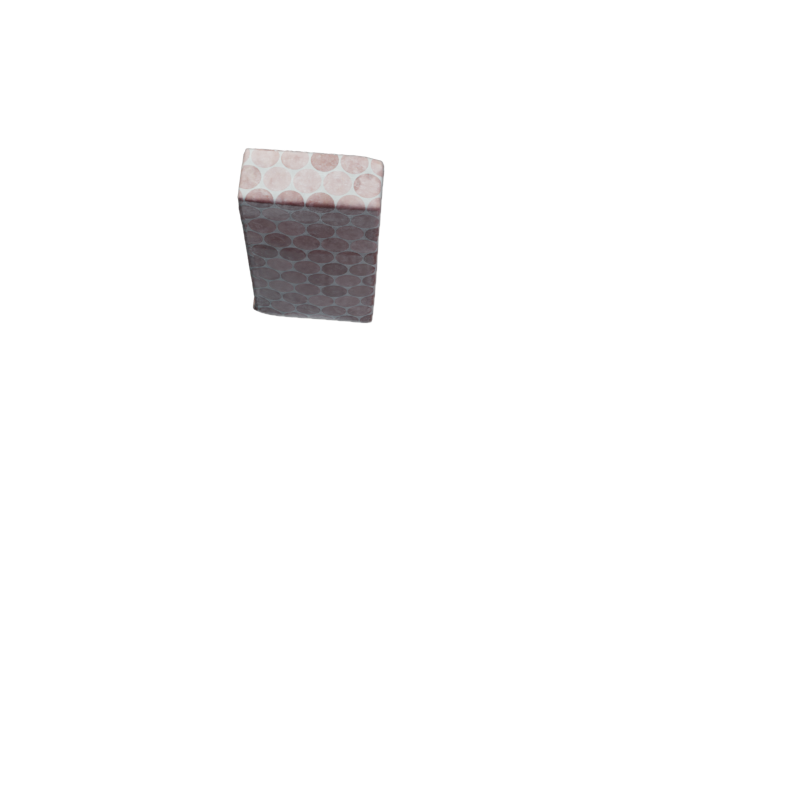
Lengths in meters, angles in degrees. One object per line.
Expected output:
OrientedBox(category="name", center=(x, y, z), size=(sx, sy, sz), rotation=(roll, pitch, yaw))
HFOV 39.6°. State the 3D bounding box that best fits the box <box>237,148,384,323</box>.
OrientedBox(category="box", center=(-0.061, -0.111, 0.778), size=(0.093, 0.051, 0.167), rotation=(6, -25, -1))
